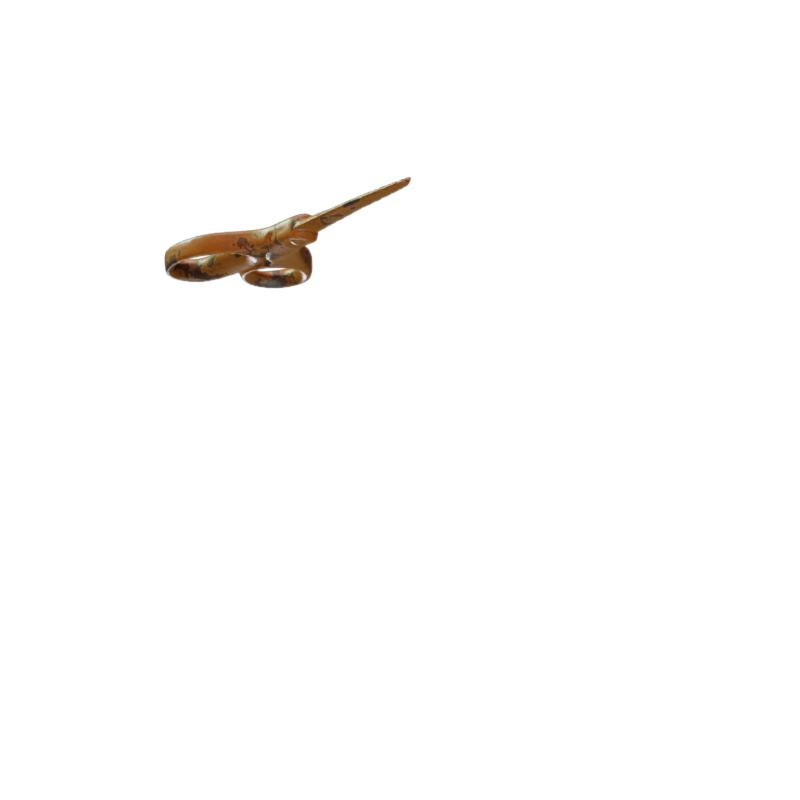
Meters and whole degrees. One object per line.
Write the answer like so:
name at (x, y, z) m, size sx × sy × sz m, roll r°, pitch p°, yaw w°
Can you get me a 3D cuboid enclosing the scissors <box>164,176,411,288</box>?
scissors at (-0.049, -0.088, 0.620) m, size 0.207 × 0.016 × 0.091 m, roll -7°, pitch -12°, yaw 38°
